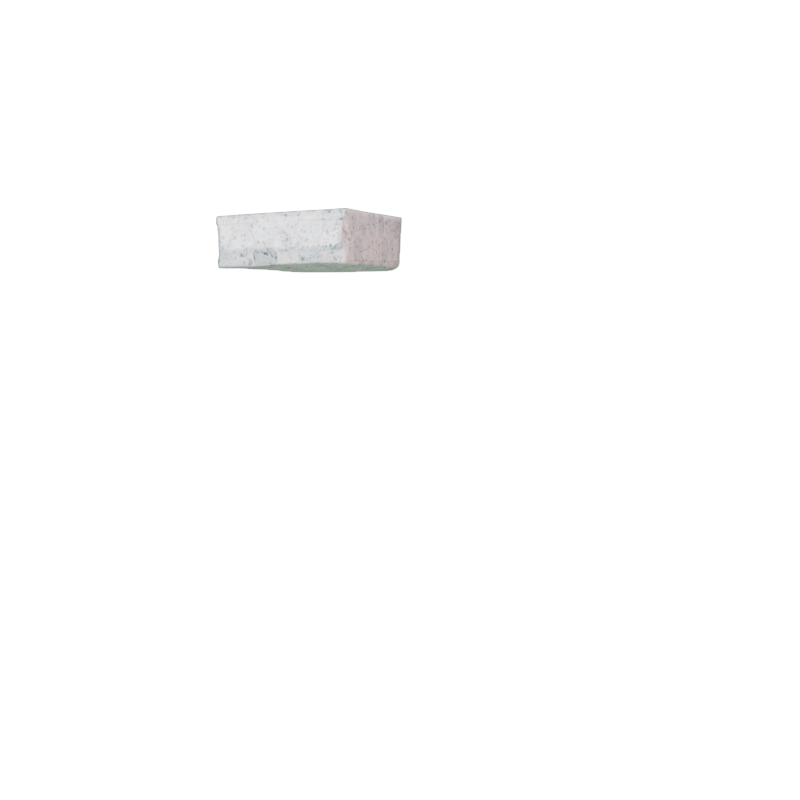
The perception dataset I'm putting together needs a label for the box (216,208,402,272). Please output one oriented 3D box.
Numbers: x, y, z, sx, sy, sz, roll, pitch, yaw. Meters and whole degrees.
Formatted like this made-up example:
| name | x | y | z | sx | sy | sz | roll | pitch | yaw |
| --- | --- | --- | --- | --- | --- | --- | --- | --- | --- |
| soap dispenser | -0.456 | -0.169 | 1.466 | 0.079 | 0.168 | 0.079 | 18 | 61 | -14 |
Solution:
| name | x | y | z | sx | sy | sz | roll | pitch | yaw |
| --- | --- | --- | --- | --- | --- | --- | --- | --- | --- |
| box | -0.057 | -0.105 | 0.735 | 0.092 | 0.039 | 0.110 | 1 | 3 | 20 |
